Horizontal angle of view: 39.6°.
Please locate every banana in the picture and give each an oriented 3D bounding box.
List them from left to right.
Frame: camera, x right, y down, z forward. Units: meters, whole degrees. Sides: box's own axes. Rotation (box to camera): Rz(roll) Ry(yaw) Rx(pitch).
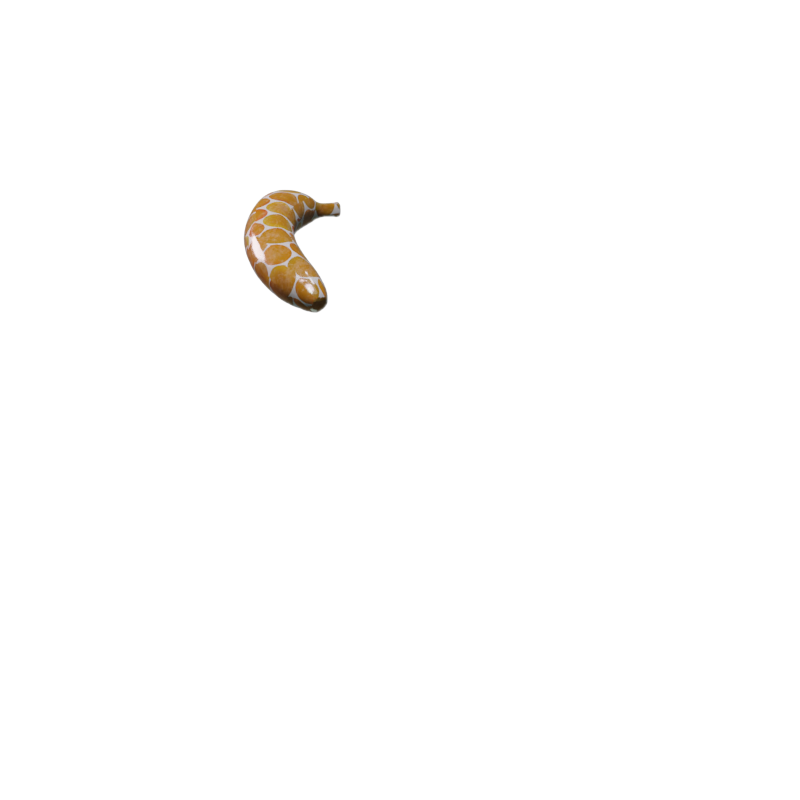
[{"bbox_3d":[-0.083,-0.120,0.825,0.070,0.035,0.209,1,29,0],"label":"banana"}]
